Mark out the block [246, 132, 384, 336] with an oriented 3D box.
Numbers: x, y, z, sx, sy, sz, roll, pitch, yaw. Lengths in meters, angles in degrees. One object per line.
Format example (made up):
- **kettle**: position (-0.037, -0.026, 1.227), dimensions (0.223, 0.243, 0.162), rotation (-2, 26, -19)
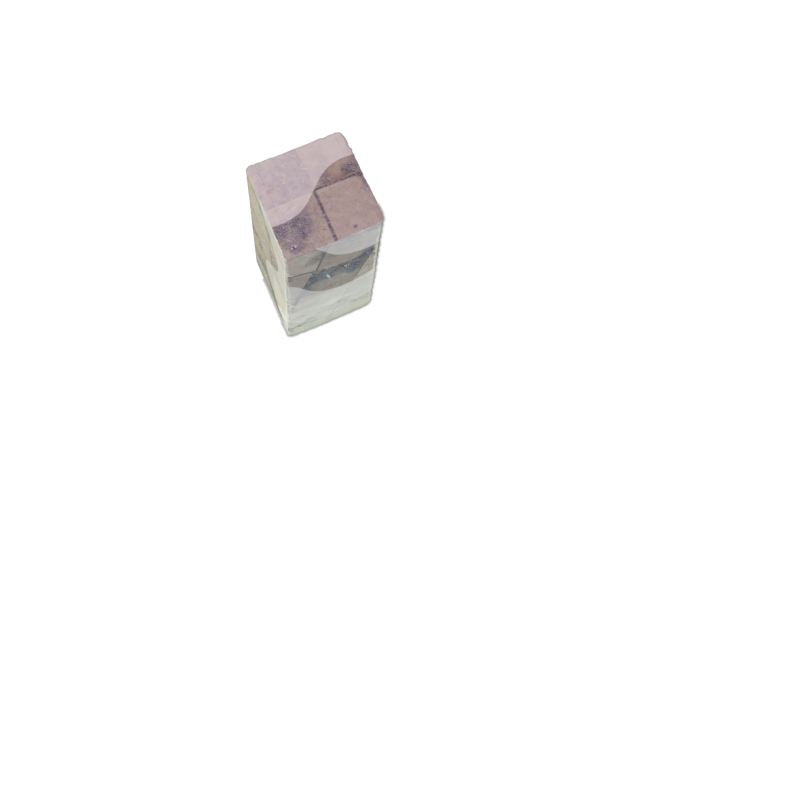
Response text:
- **block**: position (-0.077, -0.142, 0.992), dimensions (0.090, 0.095, 0.198), rotation (-22, -14, -10)
